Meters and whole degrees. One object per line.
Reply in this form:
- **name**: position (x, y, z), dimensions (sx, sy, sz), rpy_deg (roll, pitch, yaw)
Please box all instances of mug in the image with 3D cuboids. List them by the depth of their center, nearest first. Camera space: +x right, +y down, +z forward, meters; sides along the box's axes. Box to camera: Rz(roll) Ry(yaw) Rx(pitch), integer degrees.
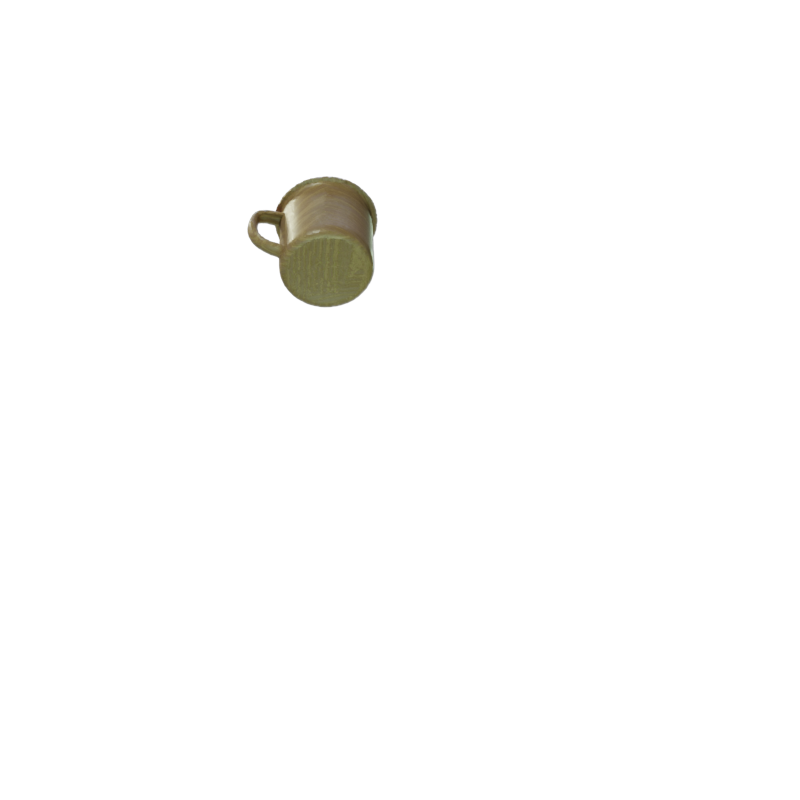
- **mug**: position (-0.076, -0.138, 0.967), dimensions (0.115, 0.089, 0.087), rpy_deg (14, 35, -12)
